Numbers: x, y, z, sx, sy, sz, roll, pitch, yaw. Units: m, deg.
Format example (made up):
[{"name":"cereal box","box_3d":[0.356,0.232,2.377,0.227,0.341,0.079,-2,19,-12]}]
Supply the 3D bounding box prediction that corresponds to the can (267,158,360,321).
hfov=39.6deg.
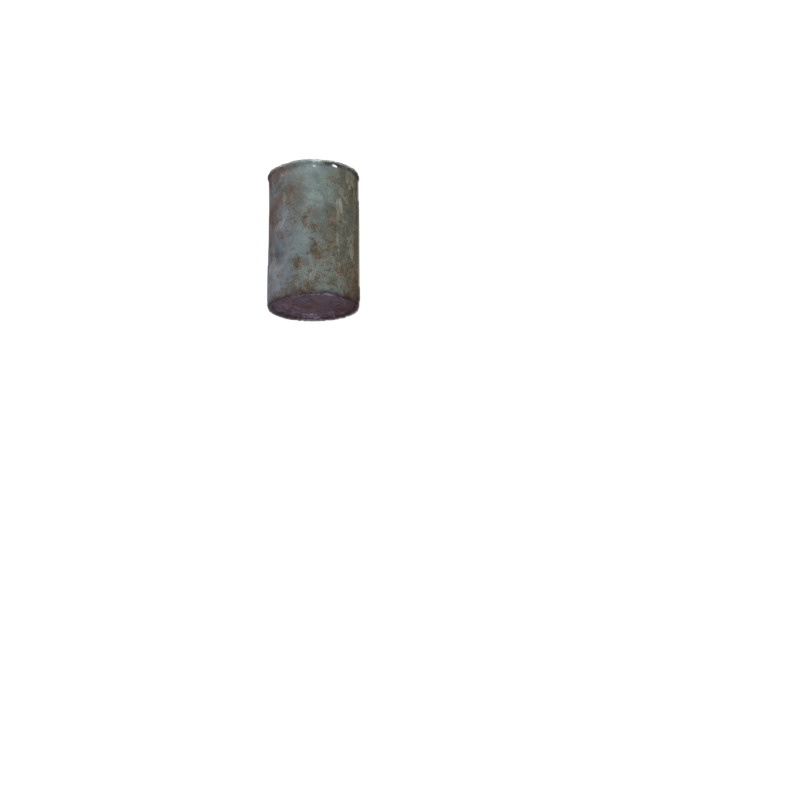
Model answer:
[{"name":"can","box_3d":[-0.063,-0.115,0.803,0.068,0.107,0.066,0,-18,-2]}]
